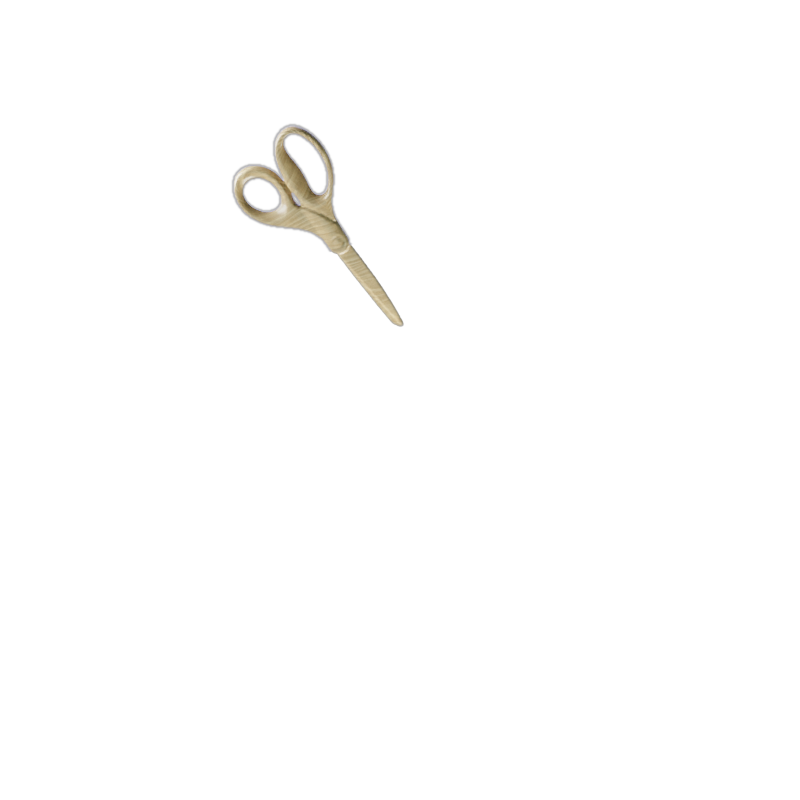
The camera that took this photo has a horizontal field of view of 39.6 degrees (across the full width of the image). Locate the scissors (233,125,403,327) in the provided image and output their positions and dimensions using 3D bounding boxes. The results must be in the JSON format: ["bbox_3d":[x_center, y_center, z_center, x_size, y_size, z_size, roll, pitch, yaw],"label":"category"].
[{"bbox_3d":[-0.075,-0.136,0.954,0.096,0.193,0.016,-19,17,6],"label":"scissors"}]
